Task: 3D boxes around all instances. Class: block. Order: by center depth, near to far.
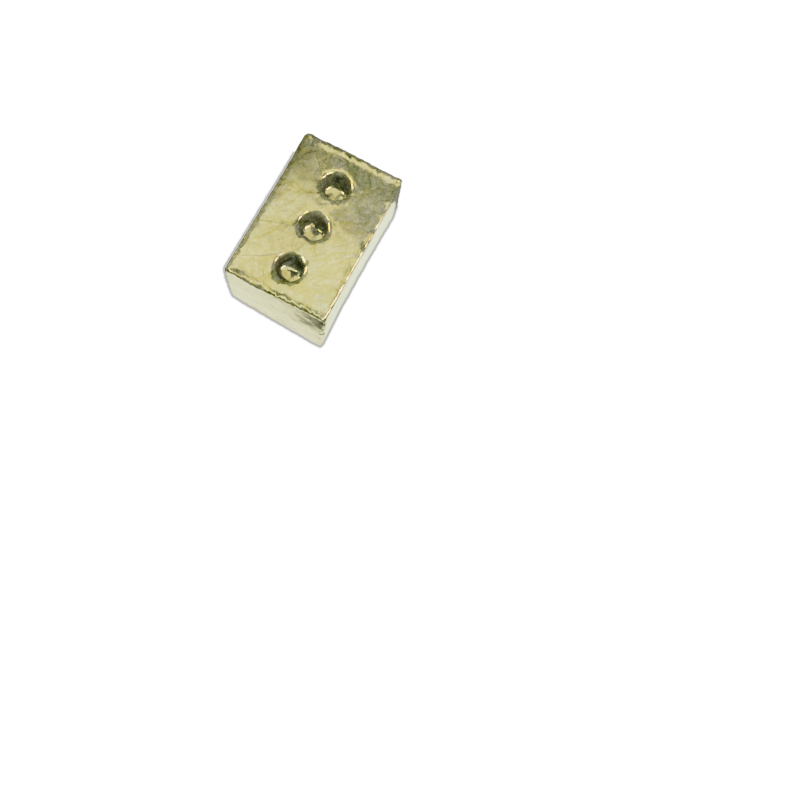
[{"bbox_3d":[-0.041,-0.075,0.523,0.053,0.079,0.050,27,-13,4],"label":"block"}]
